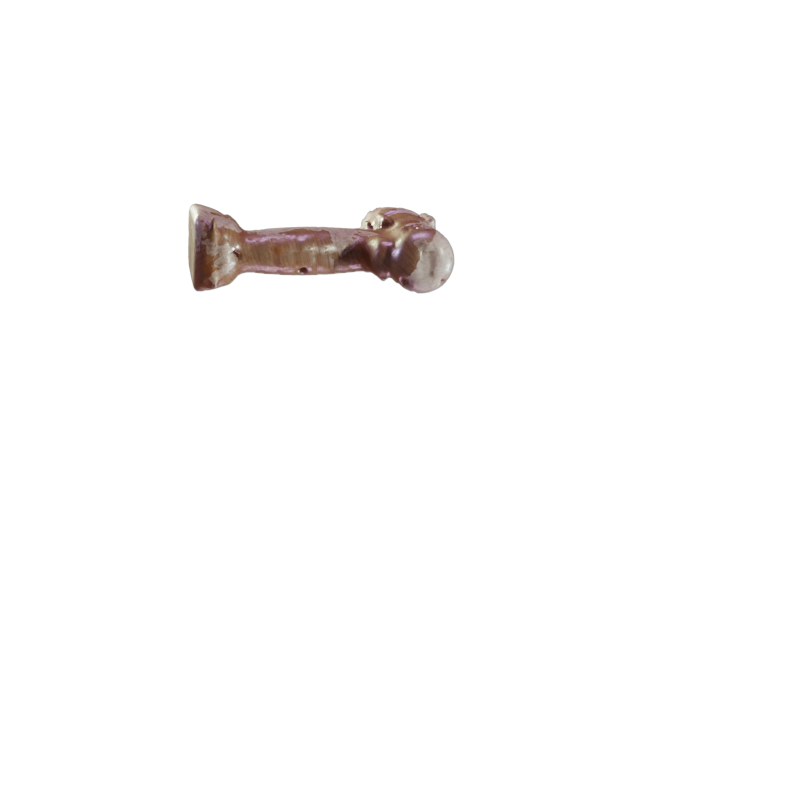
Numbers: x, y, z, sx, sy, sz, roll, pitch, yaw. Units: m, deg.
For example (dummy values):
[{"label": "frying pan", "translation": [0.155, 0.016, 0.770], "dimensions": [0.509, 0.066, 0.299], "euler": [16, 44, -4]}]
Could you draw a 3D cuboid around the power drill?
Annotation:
[{"label": "power drill", "translation": [-0.066, -0.120, 0.839], "dimensions": [0.186, 0.056, 0.191], "euler": [-2, 14, -9]}]
